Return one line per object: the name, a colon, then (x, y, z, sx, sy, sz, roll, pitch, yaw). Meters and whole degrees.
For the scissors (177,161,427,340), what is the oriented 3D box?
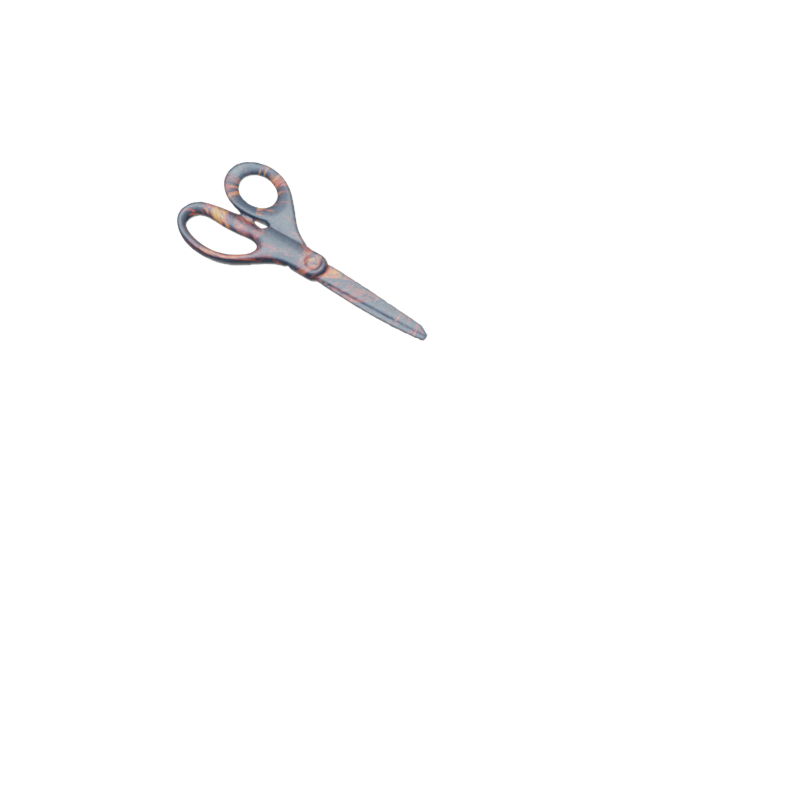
scissors: (-0.064, -0.116, 0.813, 0.205, 0.100, 0.015, 18, -26, 9)
